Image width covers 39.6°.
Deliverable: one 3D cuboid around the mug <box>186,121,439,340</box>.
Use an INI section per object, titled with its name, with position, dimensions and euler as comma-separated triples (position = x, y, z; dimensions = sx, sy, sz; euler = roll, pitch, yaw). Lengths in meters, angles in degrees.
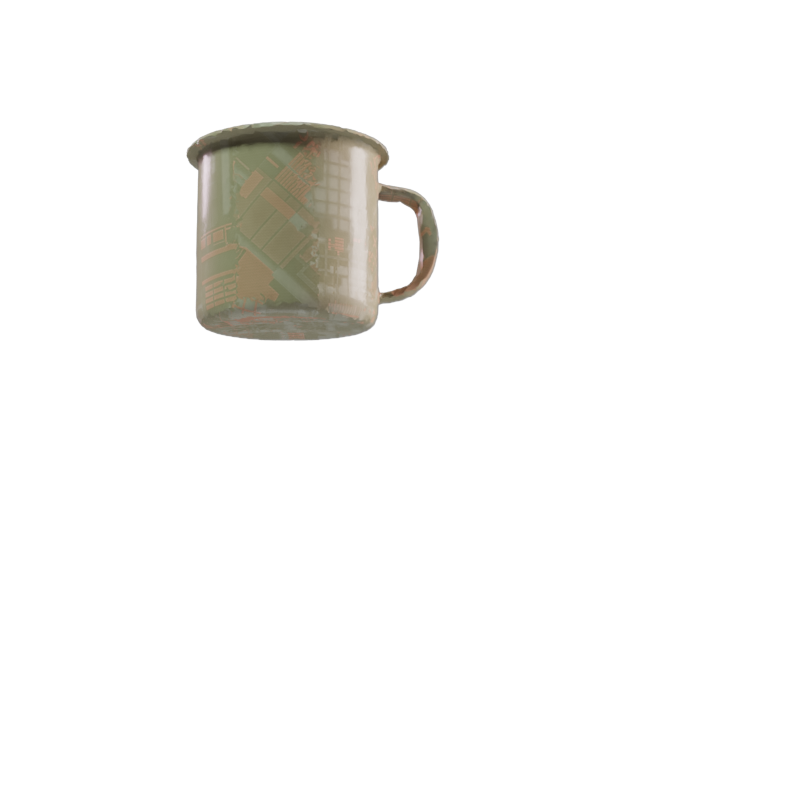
[mug]
position = -0.039, -0.072, 0.504
dimensions = 0.115, 0.084, 0.093
euler = 2, -9, -15
